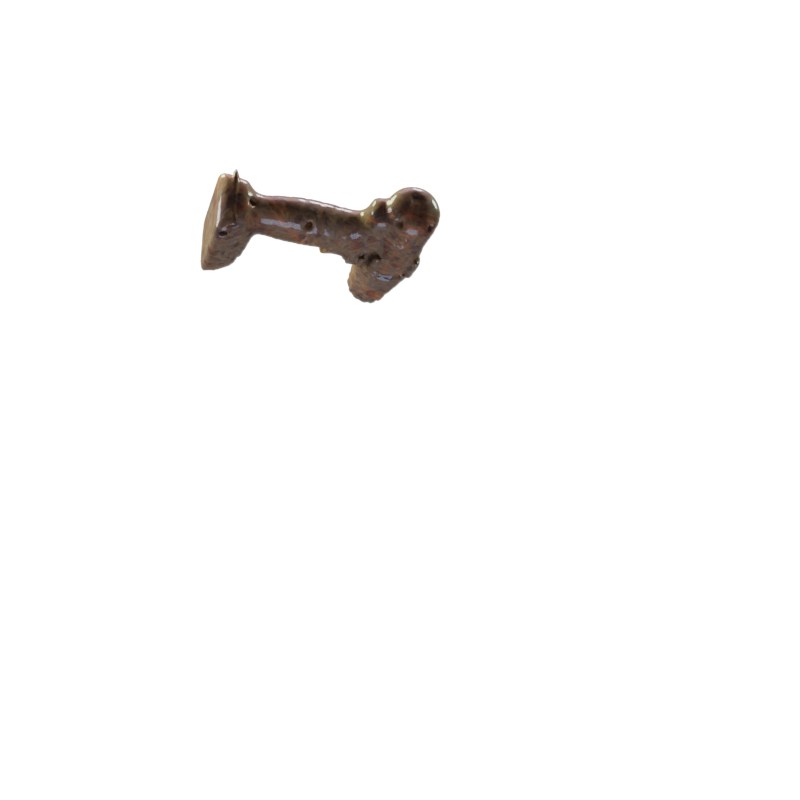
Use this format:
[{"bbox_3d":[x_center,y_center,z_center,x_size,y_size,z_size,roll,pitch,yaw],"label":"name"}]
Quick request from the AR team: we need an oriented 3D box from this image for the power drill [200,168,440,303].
[{"bbox_3d":[-0.075,-0.137,0.961,0.184,0.060,0.178,5,-20,-13],"label":"power drill"}]
